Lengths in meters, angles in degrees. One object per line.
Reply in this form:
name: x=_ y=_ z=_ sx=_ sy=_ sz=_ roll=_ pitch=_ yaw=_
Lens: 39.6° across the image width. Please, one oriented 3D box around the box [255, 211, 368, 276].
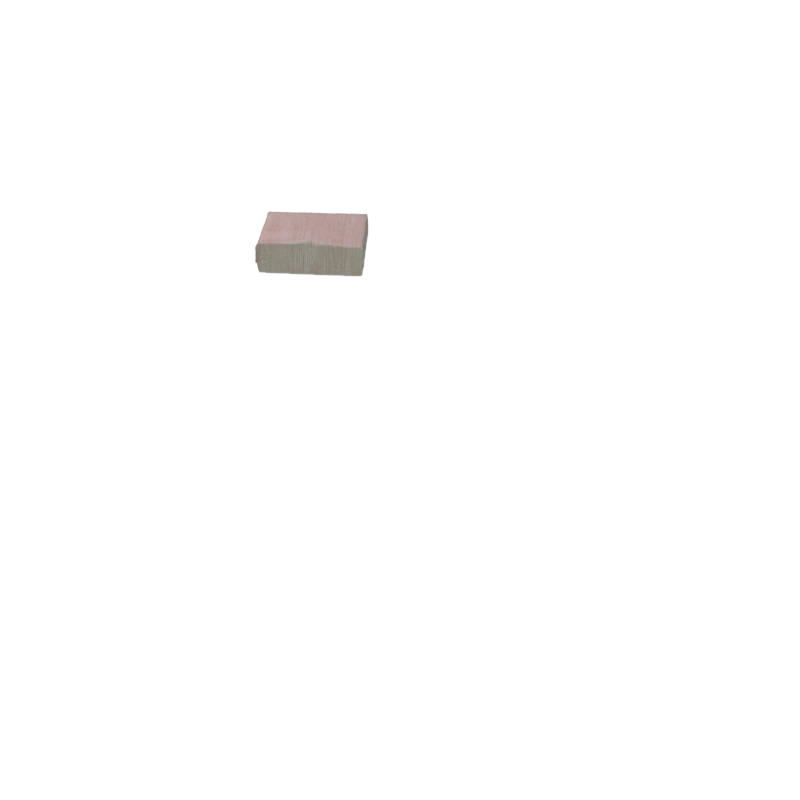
box: x=-0.073 y=-0.133 z=0.933 sx=0.090 sy=0.029 sz=0.077 roll=2 pitch=29 yaw=3
